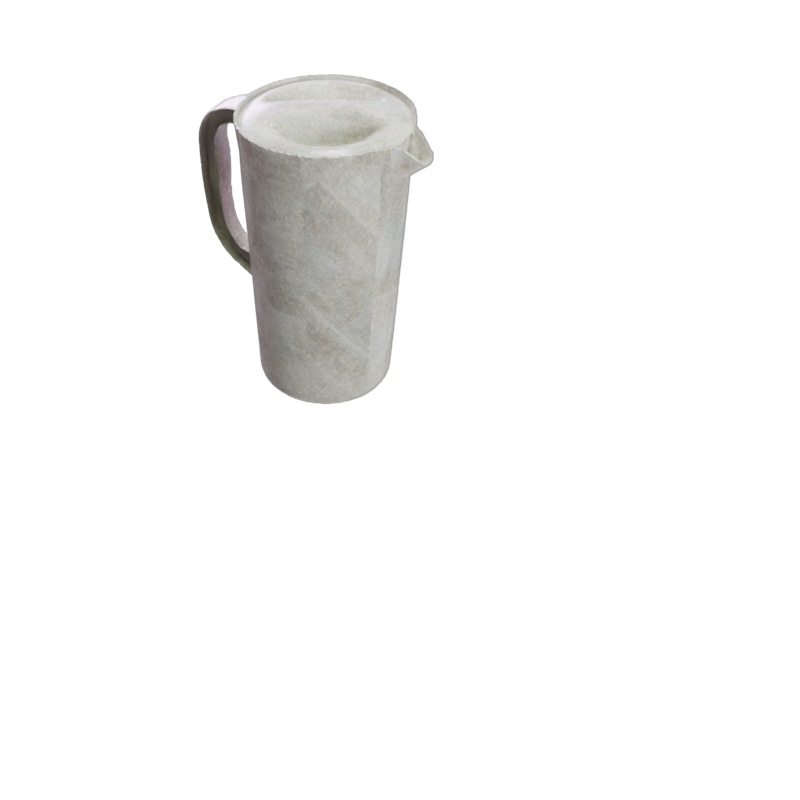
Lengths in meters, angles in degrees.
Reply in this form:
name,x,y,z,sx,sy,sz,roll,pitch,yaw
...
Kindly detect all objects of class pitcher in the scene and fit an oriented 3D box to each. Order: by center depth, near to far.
name,x,y,z,sx,sy,sz,roll,pitch,yaw
pitcher,-0.067,-0.123,0.862,0.143,0.227,0.161,-11,39,-17
